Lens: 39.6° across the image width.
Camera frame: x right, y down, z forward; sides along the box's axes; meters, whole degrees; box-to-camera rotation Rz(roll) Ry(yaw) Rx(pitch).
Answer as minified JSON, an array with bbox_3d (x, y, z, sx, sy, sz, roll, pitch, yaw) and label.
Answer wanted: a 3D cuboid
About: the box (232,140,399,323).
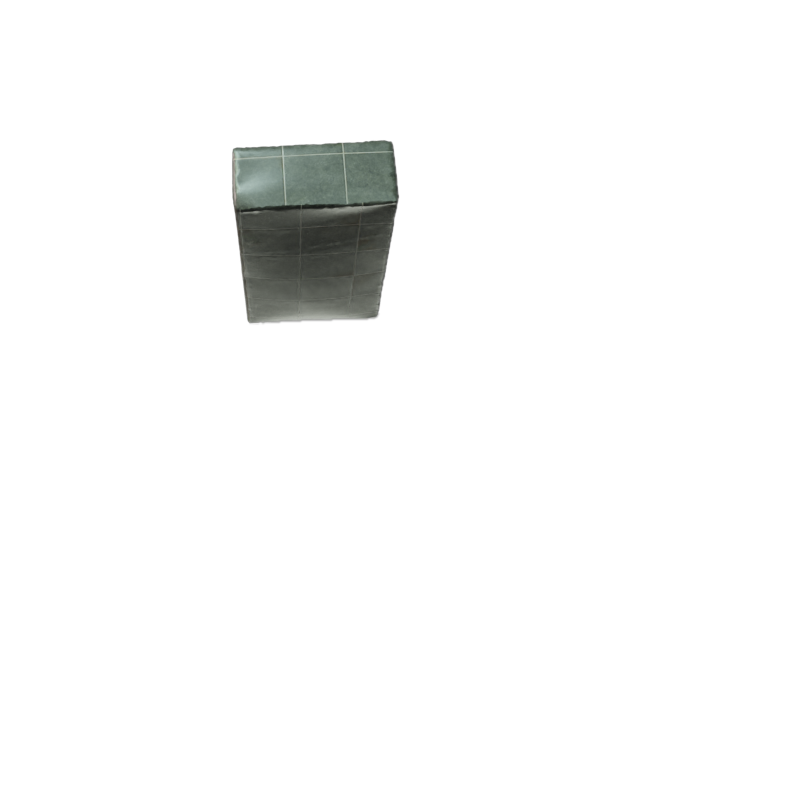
[{"bbox_3d":[-0.054,-0.098,0.688,0.093,0.050,0.169,-3,-16,-4],"label":"box"}]
